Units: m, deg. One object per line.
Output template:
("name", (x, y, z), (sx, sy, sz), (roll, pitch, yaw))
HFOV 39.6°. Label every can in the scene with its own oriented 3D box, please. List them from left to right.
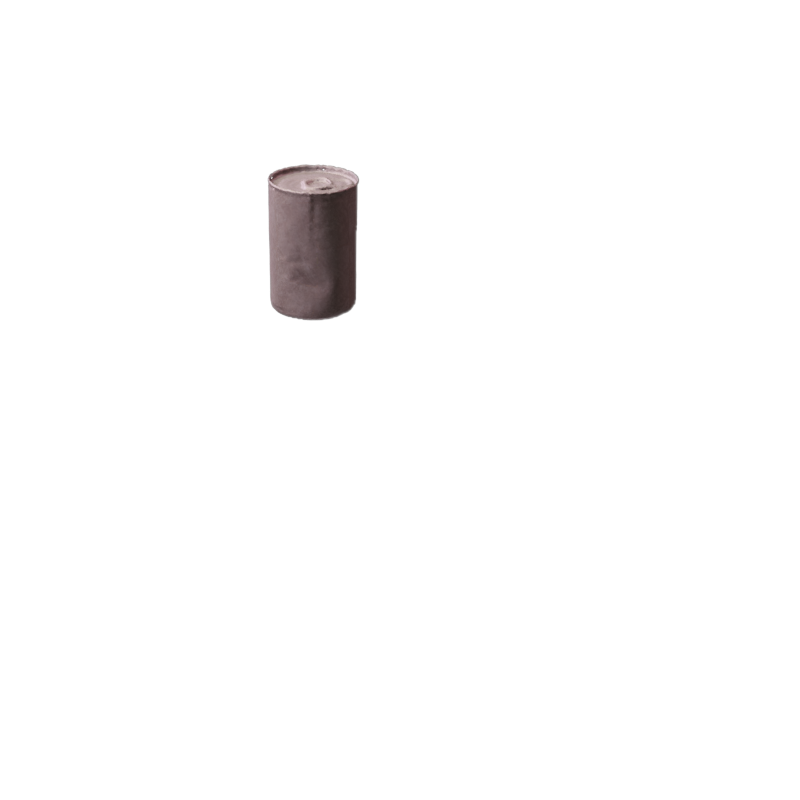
("can", (-0.066, -0.120, 0.839), (0.068, 0.097, 0.072), (0, 24, -2))
